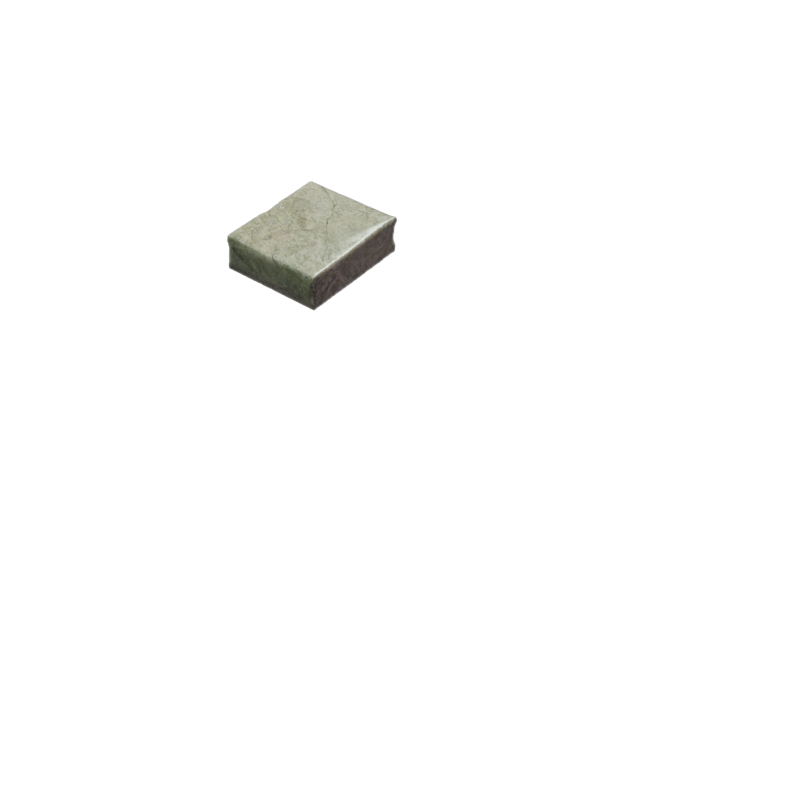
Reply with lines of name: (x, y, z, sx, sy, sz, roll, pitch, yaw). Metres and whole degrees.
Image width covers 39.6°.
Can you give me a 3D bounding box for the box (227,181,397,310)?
box: (-0.056, -0.103, 0.722, 0.077, 0.028, 0.090, 26, 46, 28)
